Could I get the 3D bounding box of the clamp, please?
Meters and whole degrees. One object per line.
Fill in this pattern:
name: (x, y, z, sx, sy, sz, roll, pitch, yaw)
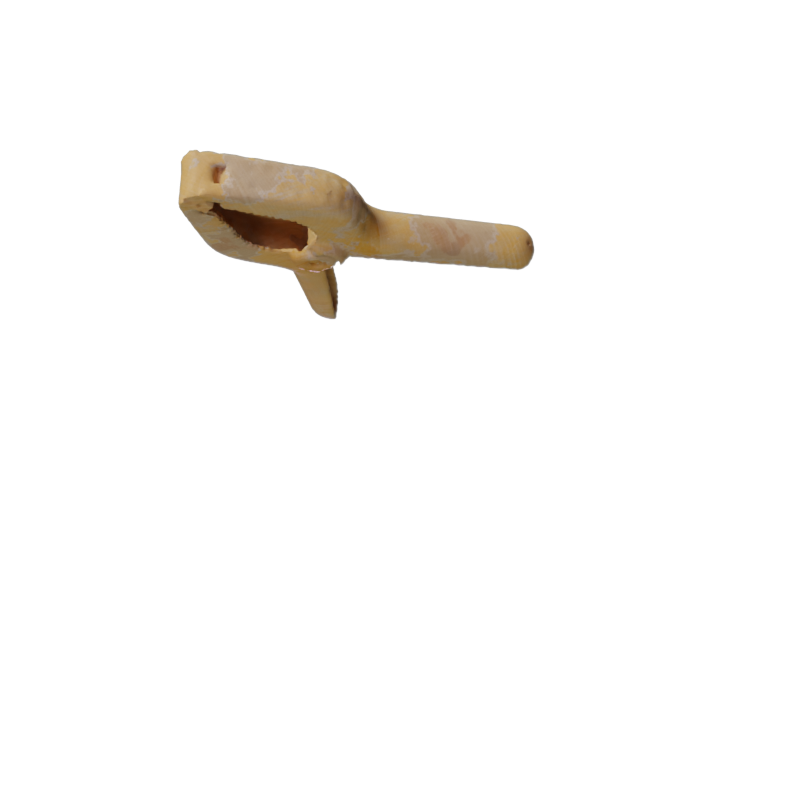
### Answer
clamp: (-0.050, -0.091, 0.638, 0.198, 0.038, 0.166, 14, -21, -40)
